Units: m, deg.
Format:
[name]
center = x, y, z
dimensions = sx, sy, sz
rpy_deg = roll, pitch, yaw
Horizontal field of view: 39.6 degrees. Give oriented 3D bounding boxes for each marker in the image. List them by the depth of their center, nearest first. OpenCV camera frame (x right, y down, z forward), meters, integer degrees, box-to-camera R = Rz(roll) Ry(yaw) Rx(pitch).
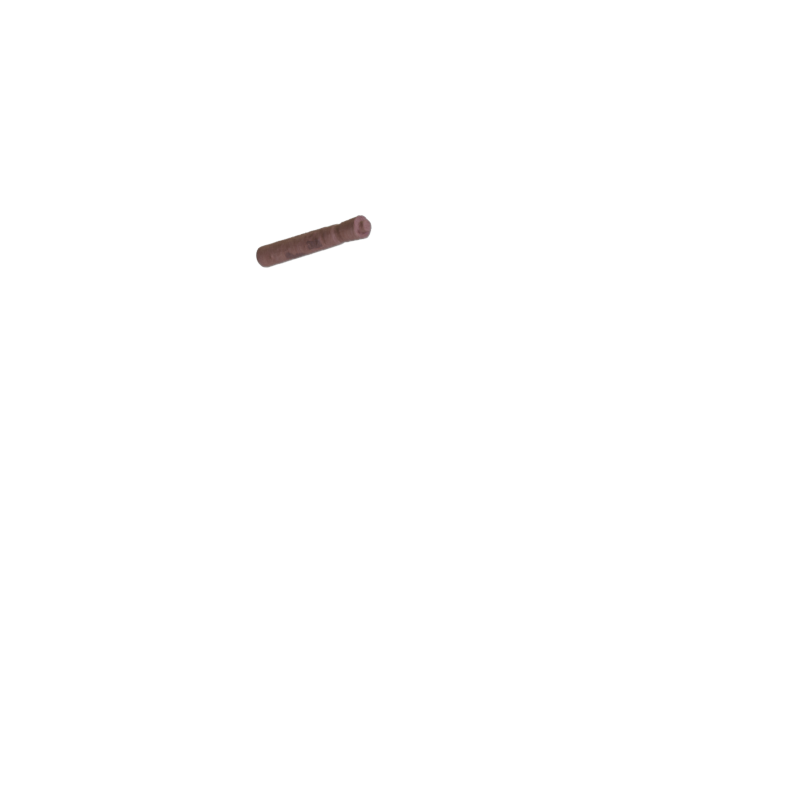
[marker]
center = -0.069, -0.127, 0.887
dimensions = 0.124, 0.020, 0.019
rpy_deg = -9, -3, 43
